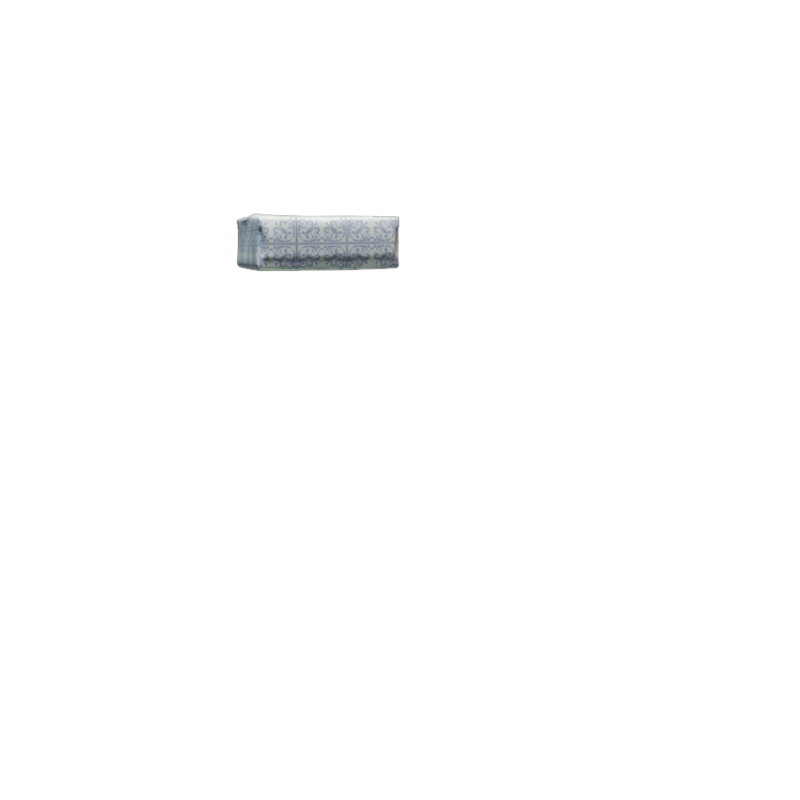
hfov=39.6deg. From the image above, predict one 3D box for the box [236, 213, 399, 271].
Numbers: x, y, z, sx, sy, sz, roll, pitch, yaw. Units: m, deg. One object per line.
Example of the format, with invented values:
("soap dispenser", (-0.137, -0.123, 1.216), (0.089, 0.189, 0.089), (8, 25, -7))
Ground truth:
("box", (-0.047, -0.085, 0.595), (0.072, 0.030, 0.092), (-2, 8, -13))
